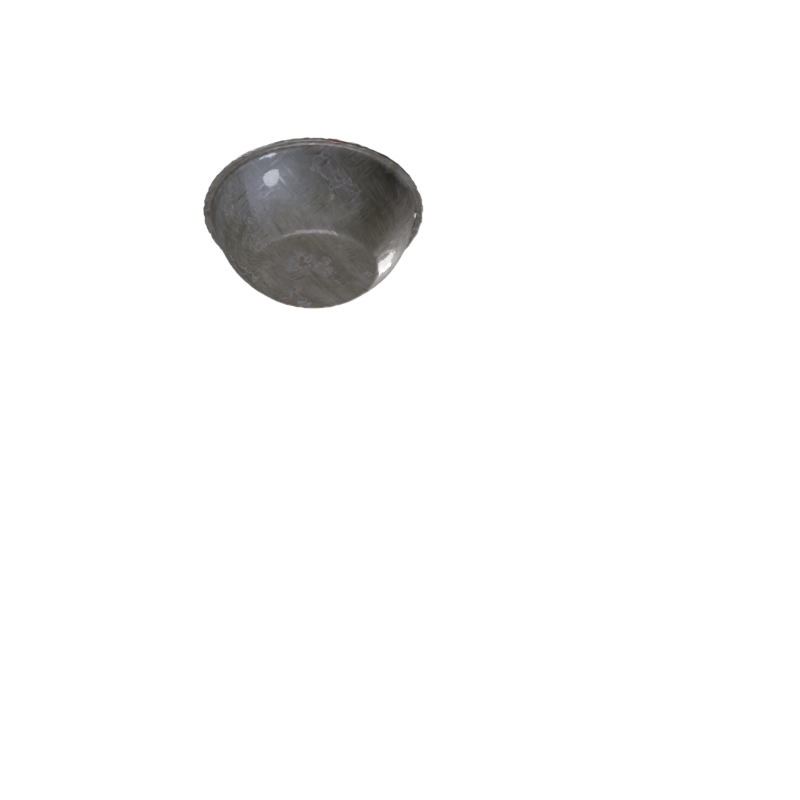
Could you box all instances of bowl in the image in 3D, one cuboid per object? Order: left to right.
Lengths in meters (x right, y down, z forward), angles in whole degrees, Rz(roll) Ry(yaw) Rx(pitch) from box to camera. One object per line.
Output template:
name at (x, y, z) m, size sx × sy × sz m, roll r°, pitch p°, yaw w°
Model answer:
bowl at (-0.063, -0.114, 0.801) m, size 0.162 × 0.059 × 0.151 m, roll 1°, pitch -34°, yaw -2°
